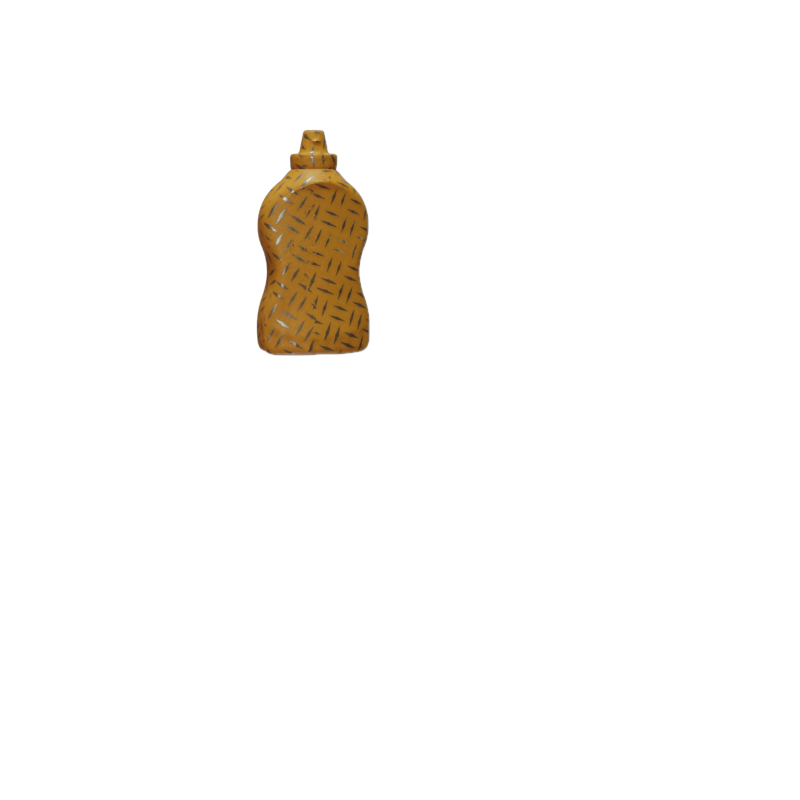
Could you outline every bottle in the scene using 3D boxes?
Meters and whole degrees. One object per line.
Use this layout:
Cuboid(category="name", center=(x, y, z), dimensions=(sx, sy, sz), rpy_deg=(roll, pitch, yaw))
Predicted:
Cuboid(category="bottle", center=(-0.075, -0.137, 0.957), dimensions=(0.094, 0.191, 0.060), rpy_deg=(-1, 2, -15))
